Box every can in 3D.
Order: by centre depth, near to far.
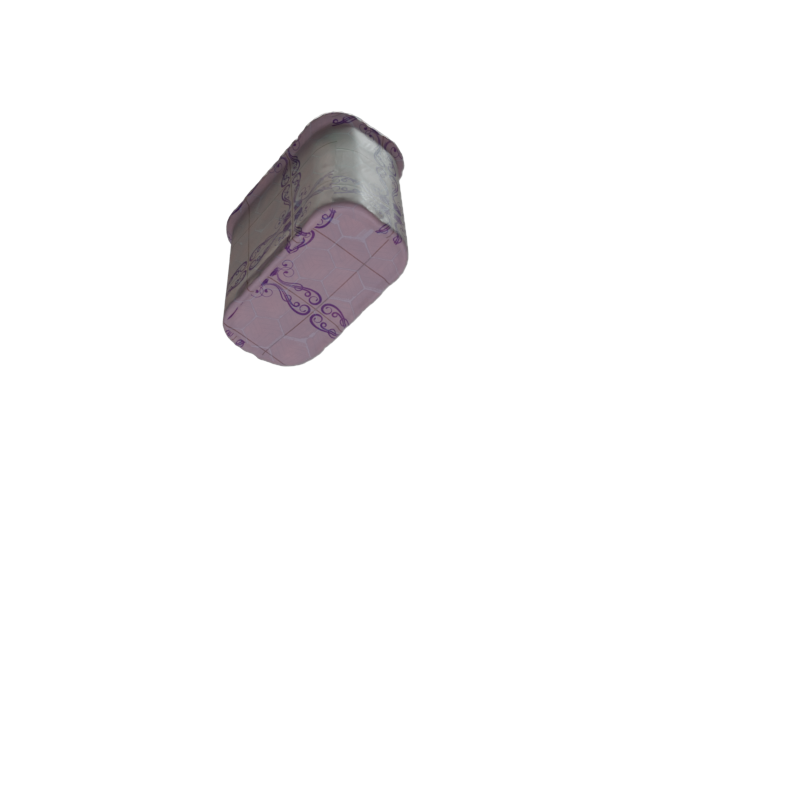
[{"bbox_3d":[-0.042,-0.077,0.540,0.055,0.090,0.100,32,-60,-25],"label":"can"}]
